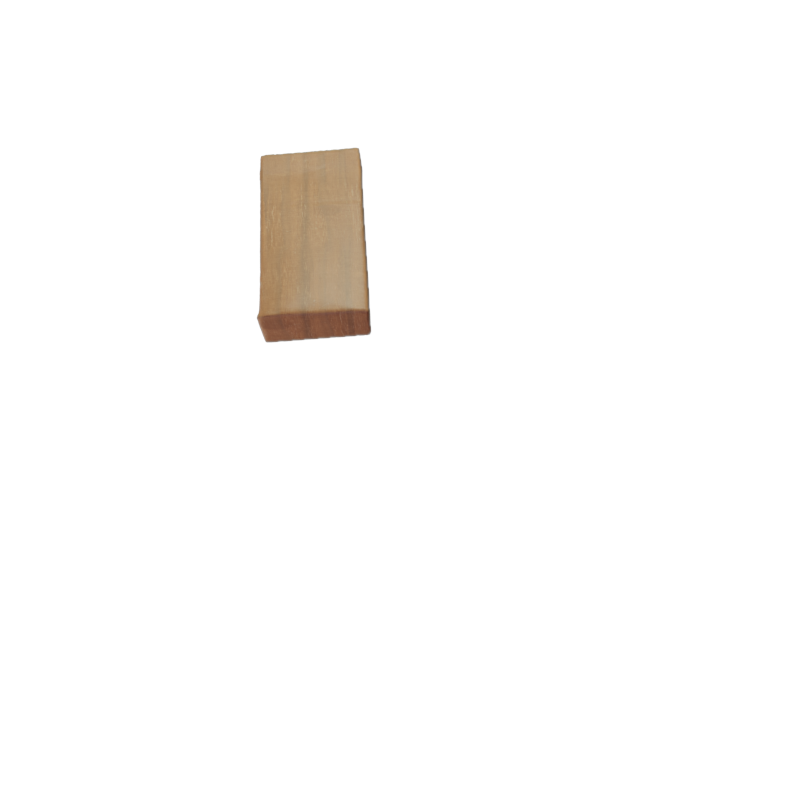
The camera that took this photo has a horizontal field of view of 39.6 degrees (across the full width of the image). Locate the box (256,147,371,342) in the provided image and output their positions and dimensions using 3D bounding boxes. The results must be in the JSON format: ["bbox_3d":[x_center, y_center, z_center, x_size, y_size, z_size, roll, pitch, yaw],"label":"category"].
[{"bbox_3d":[-0.076,-0.138,0.967,0.094,0.189,0.045,-5,-35,3],"label":"box"}]
